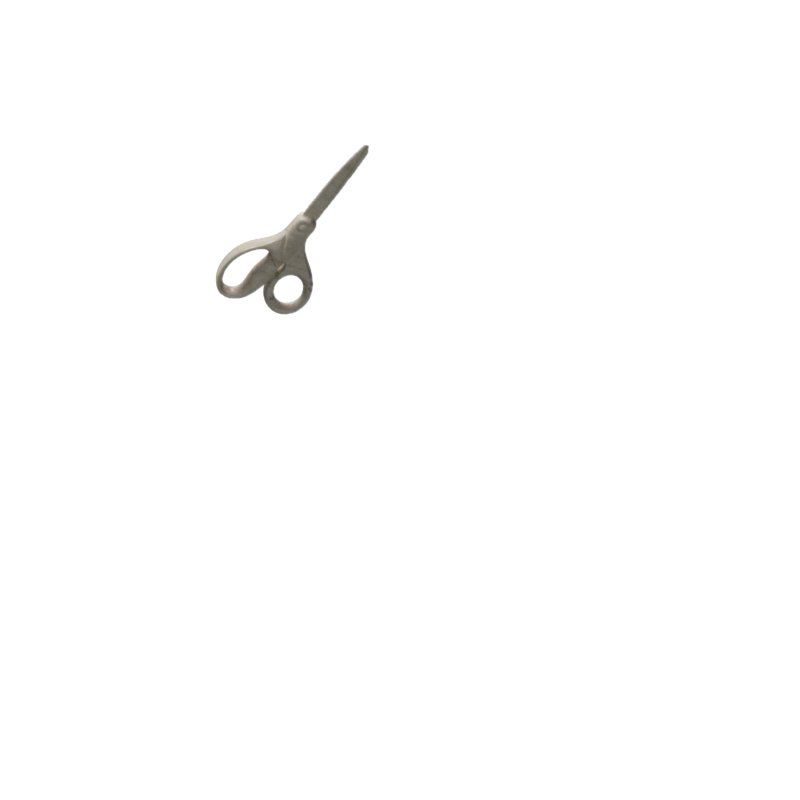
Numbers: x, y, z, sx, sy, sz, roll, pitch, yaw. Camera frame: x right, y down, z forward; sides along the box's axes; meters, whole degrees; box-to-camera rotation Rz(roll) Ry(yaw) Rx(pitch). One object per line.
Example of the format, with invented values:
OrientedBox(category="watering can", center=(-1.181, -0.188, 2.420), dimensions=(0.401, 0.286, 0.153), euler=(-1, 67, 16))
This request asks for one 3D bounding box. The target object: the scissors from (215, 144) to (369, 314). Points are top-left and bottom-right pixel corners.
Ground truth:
OrientedBox(category="scissors", center=(-0.077, -0.140, 0.981), dimensions=(0.201, 0.017, 0.090), euler=(-31, -55, 25))
